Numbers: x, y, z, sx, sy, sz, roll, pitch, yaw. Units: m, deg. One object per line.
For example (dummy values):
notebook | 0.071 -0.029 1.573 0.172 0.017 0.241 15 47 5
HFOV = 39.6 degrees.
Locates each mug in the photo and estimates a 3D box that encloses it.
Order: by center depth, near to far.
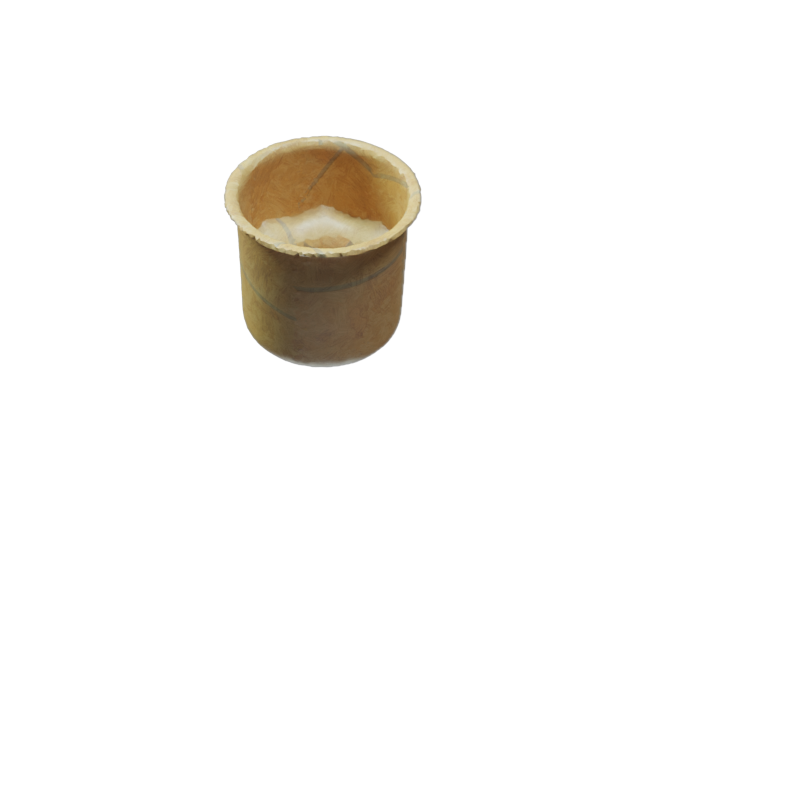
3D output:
mug | -0.043 -0.079 0.554 0.092 0.076 0.127 -16 47 -18
